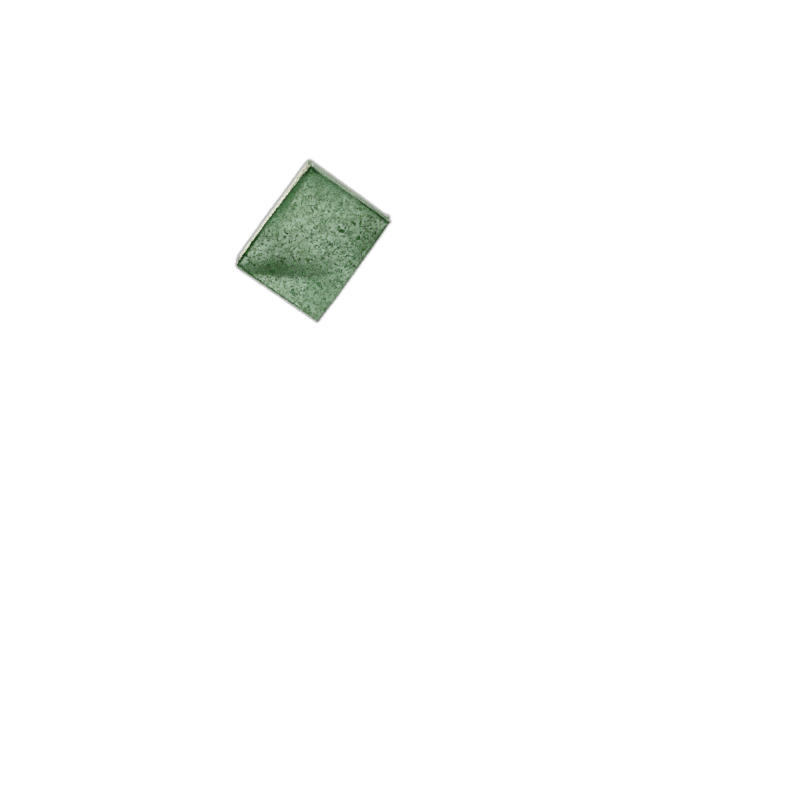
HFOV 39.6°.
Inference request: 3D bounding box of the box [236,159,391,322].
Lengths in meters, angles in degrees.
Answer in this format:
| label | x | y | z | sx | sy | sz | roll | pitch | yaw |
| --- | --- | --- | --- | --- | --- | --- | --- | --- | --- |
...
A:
| label | x | y | z | sx | sy | sz | roll | pitch | yaw |
| --- | --- | --- | --- | --- | --- | --- | --- | --- | --- |
| box | -0.076 | -0.139 | 0.971 | 0.088 | 0.112 | 0.040 | 36 | 10 | -8 |
